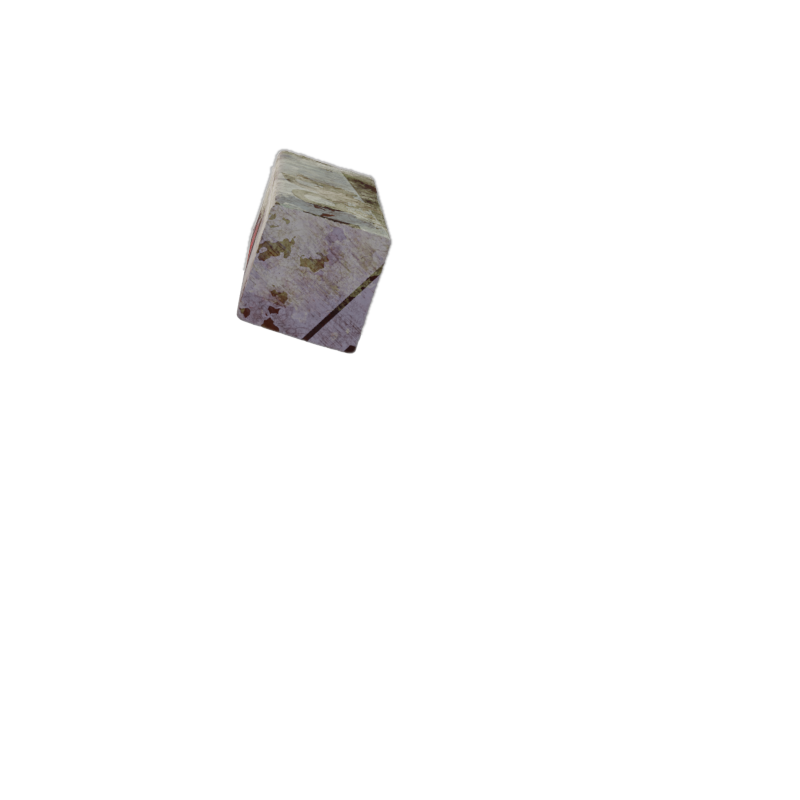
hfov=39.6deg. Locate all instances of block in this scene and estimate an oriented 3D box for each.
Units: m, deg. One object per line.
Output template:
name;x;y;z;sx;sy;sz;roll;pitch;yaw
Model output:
block;-0.069;-0.124;0.867;0.089;0.088;0.216;16;20;-10
